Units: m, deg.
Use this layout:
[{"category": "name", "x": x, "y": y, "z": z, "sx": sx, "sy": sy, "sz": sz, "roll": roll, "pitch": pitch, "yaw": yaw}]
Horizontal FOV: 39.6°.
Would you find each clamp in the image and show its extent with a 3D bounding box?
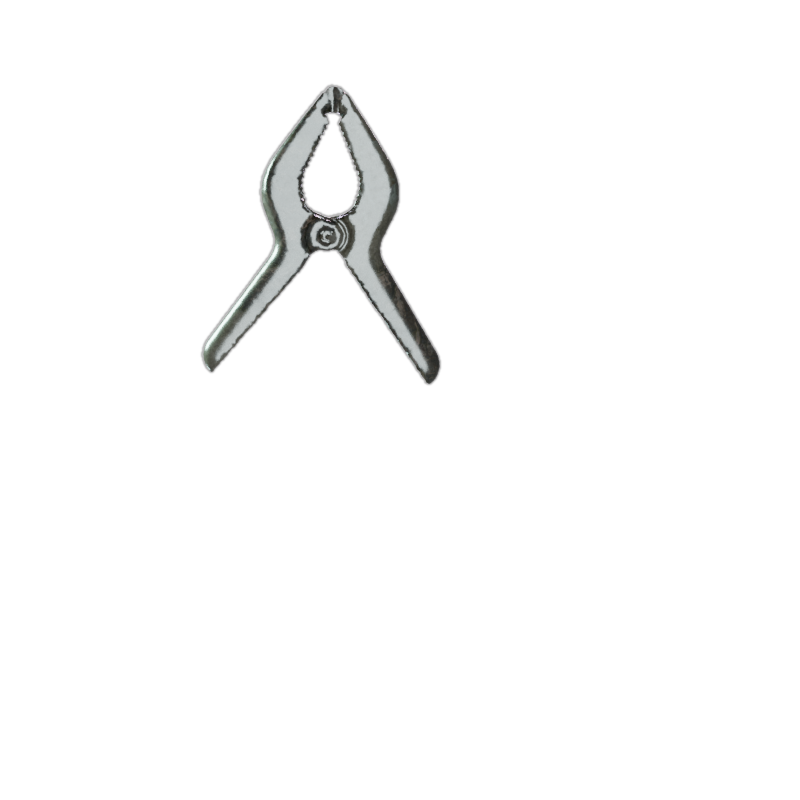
[{"category": "clamp", "x": -0.060, "y": -0.109, "z": 0.765, "sx": 0.164, "sy": 0.207, "sz": 0.037, "roll": -4, "pitch": 6, "yaw": 0}]
